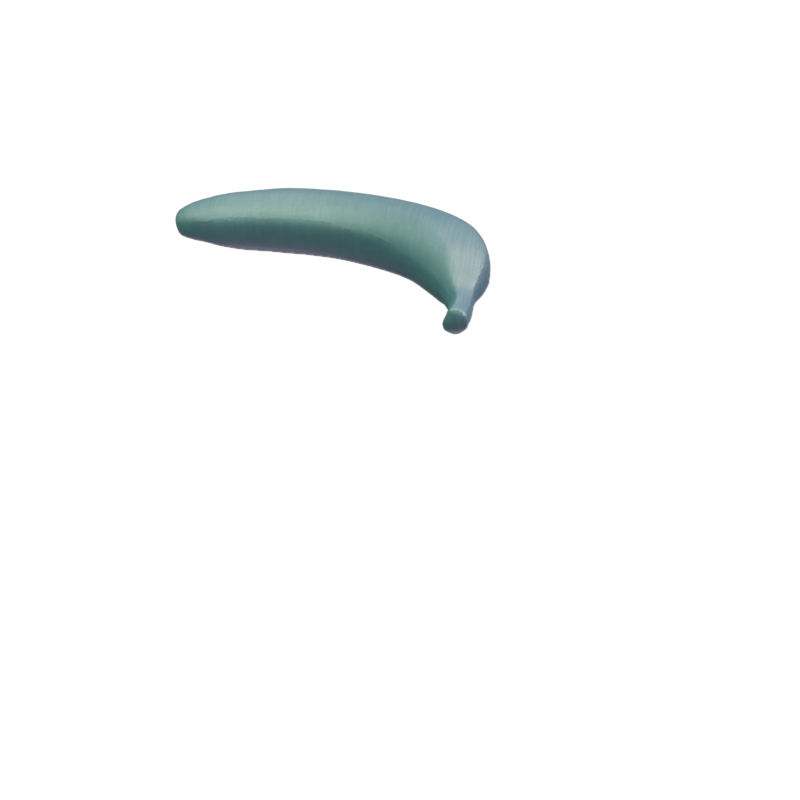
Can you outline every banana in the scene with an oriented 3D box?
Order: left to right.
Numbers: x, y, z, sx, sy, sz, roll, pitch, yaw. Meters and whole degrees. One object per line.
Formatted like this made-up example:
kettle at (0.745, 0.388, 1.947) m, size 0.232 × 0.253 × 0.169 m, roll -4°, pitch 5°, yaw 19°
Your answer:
banana at (-0.027, -0.080, 0.544) m, size 0.210 × 0.035 × 0.068 m, roll 21°, pitch 30°, yaw 41°
